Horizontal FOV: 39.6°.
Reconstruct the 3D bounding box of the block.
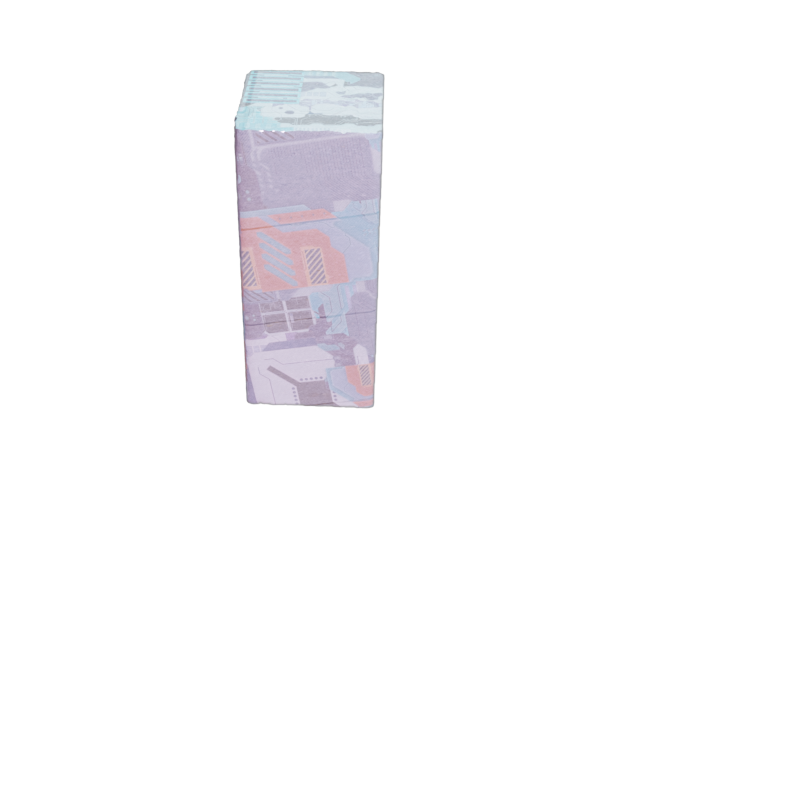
[{"bbox_3d":[-0.058,-0.104,0.731,0.090,0.193,0.097,2,35,-1],"label":"block"}]
